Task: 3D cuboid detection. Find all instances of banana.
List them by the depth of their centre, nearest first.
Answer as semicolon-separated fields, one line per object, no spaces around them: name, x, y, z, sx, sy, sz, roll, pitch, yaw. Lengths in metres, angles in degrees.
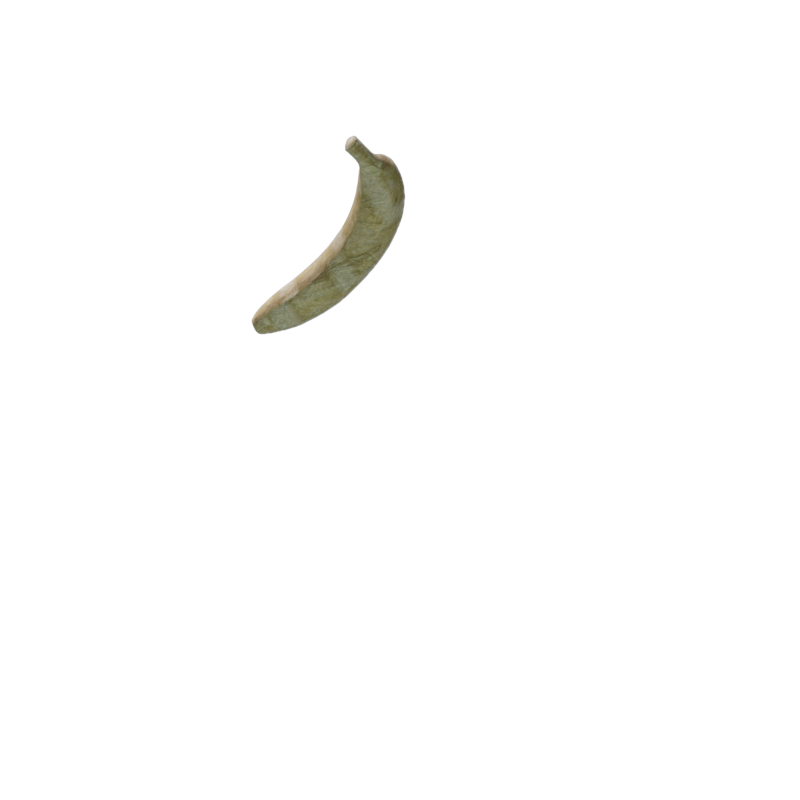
banana;-0.046;-0.115;0.820;0.067;0.039;0.190;19;-51;-17
